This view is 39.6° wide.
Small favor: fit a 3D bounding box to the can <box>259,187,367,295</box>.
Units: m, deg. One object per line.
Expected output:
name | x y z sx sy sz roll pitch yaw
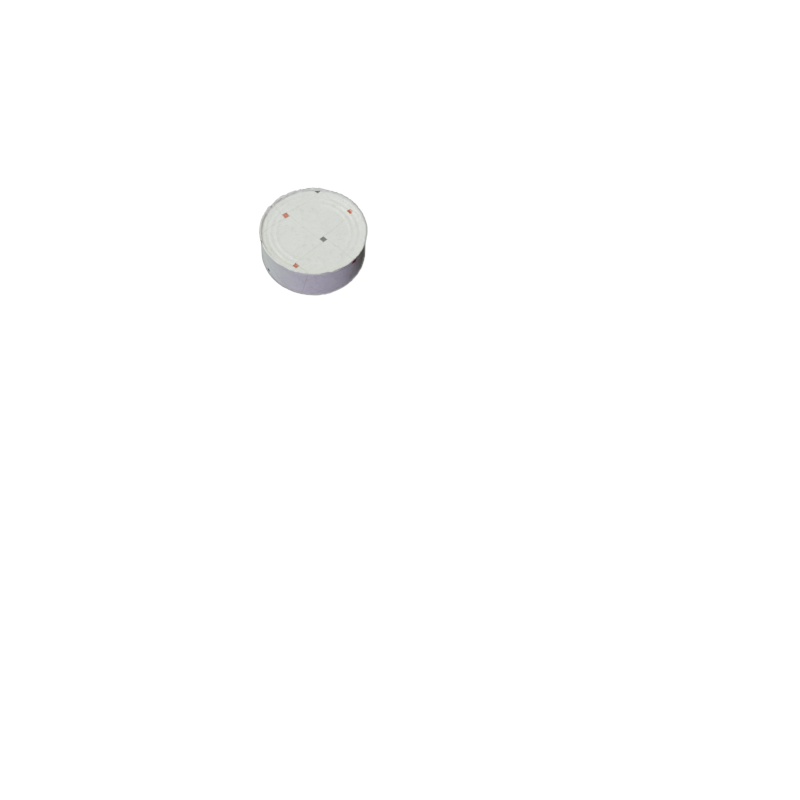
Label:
can | -0.070 -0.127 0.890 0.086 0.092 0.031 -1 -34 -1
